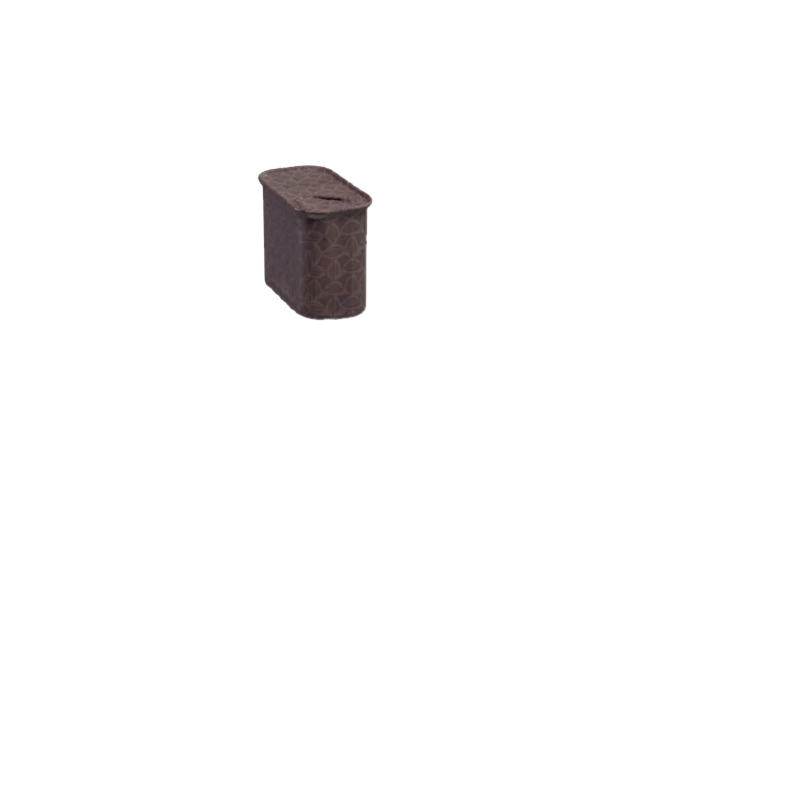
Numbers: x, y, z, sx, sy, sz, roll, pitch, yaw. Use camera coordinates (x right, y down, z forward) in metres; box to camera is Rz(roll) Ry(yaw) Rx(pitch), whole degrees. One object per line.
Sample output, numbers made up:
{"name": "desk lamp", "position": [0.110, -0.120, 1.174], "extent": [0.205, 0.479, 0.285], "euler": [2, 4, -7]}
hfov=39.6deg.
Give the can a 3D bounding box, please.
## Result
{"name": "can", "position": [-0.062, -0.113, 0.794], "extent": [0.056, 0.080, 0.109], "euler": [-10, 27, -24]}
